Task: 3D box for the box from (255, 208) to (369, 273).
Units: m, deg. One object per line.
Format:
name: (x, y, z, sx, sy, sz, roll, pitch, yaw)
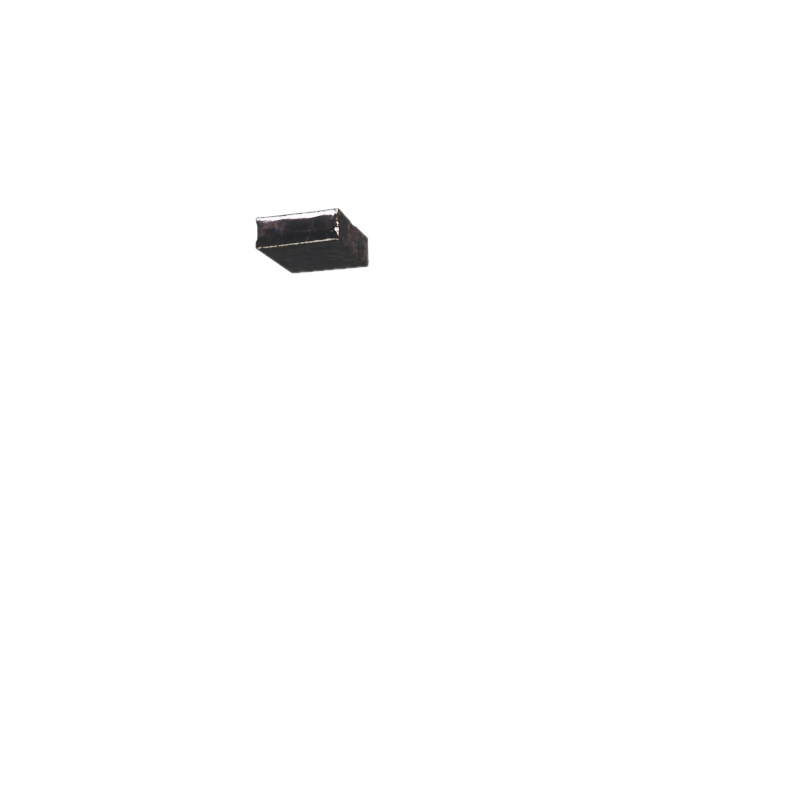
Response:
box: (-0.074, -0.135, 0.943, 0.074, 0.031, 0.085, -4, -11, 17)
